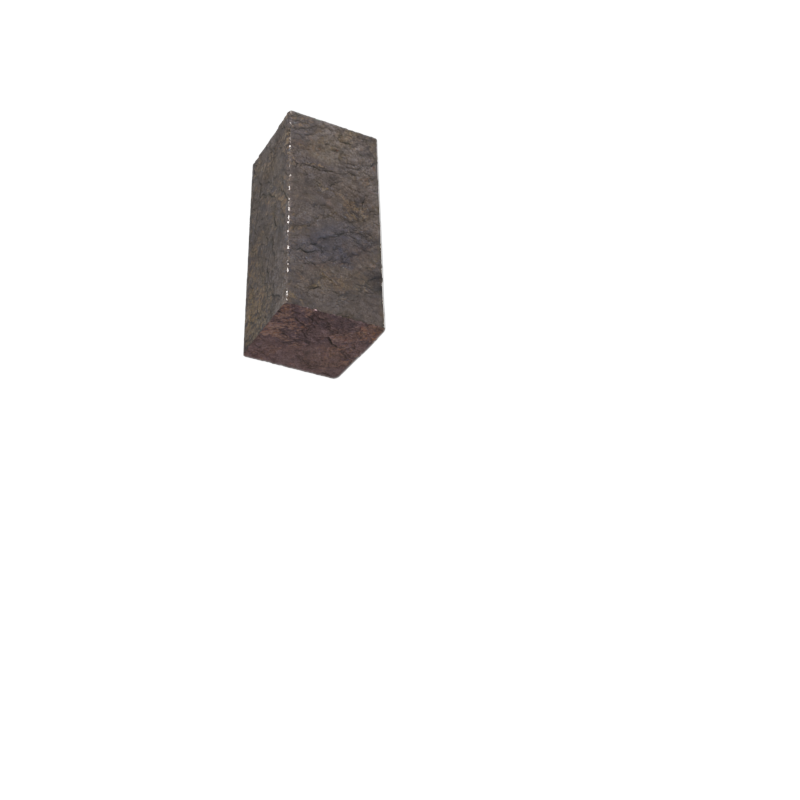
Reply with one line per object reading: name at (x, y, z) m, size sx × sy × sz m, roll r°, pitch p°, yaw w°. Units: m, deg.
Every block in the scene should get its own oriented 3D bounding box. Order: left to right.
block at (-0.075, -0.136, 0.956) m, size 0.087 × 0.221 × 0.088 m, roll 15°, pitch -38°, yaw -24°
